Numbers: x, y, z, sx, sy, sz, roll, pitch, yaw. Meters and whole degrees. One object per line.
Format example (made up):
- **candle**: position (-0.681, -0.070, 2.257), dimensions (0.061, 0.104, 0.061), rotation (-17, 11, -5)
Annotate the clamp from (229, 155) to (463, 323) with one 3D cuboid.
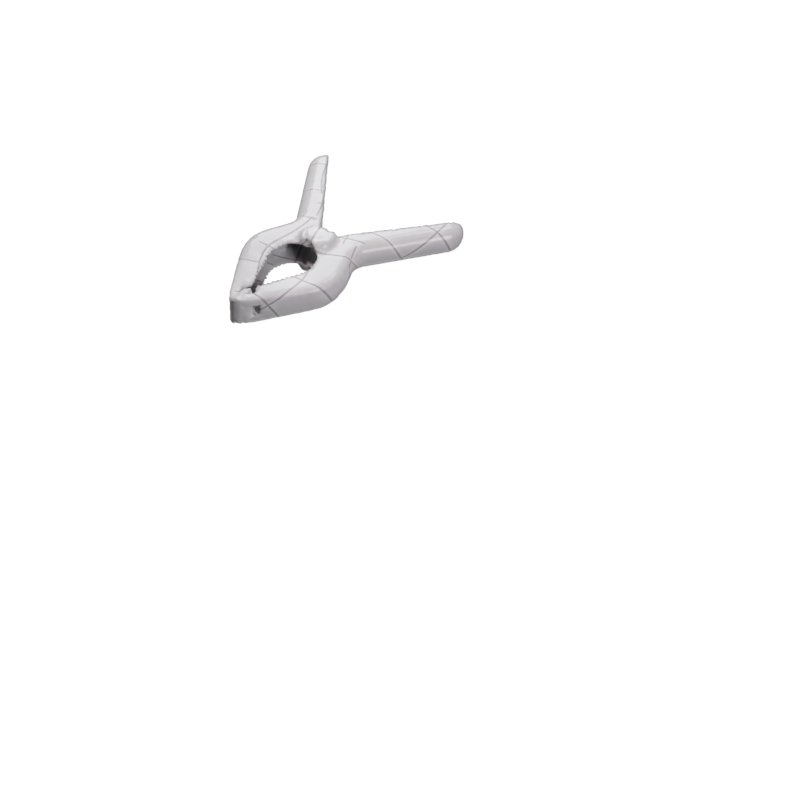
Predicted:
- **clamp**: position (-0.073, -0.134, 0.938), dimensions (0.211, 0.034, 0.176), rotation (-34, 53, -30)
